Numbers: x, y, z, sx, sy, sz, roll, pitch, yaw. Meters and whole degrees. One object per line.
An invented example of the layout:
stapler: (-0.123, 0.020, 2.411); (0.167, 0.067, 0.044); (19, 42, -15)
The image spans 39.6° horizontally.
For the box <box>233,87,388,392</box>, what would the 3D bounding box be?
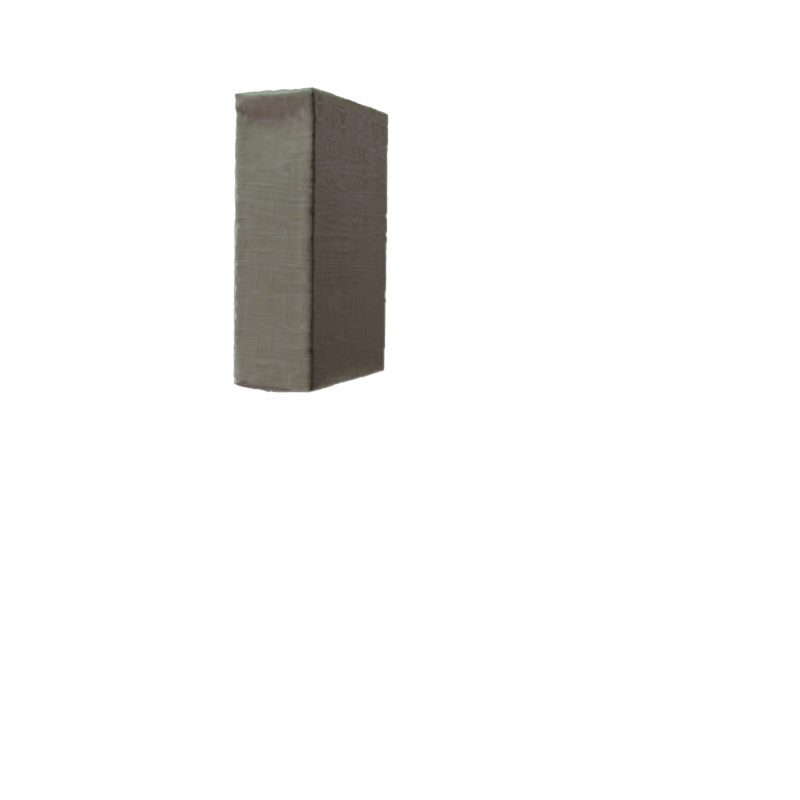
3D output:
box: (-0.066, -0.121, 0.848); (0.074, 0.214, 0.160); (0, 2, 19)
